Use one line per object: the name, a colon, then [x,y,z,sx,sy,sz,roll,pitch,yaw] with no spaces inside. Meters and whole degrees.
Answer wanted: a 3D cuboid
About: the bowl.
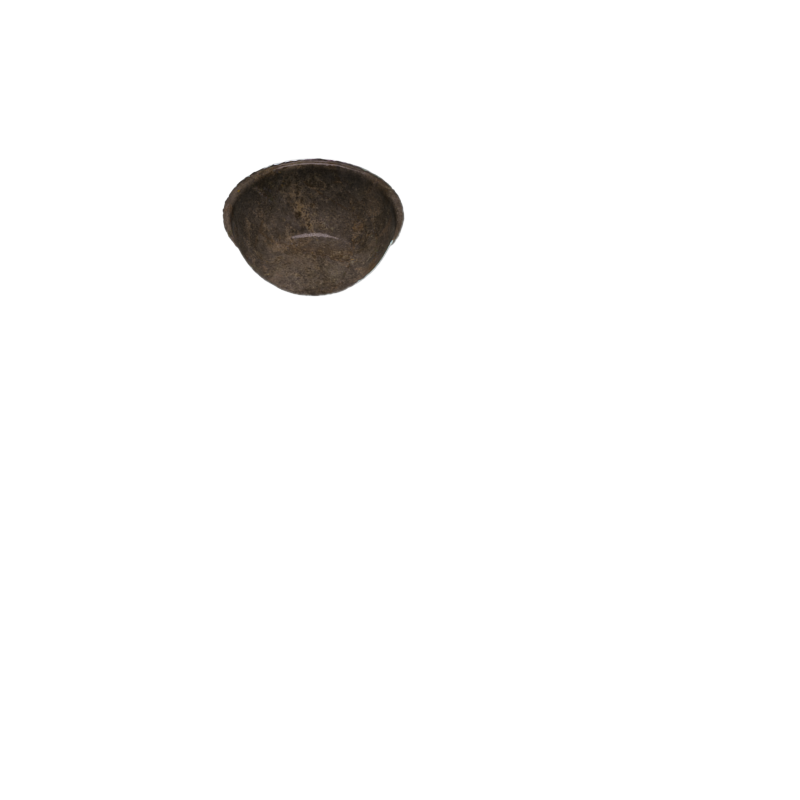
bowl: [-0.076,-0.139,0.972,0.162,0.059,0.152,1,-32,-2]
